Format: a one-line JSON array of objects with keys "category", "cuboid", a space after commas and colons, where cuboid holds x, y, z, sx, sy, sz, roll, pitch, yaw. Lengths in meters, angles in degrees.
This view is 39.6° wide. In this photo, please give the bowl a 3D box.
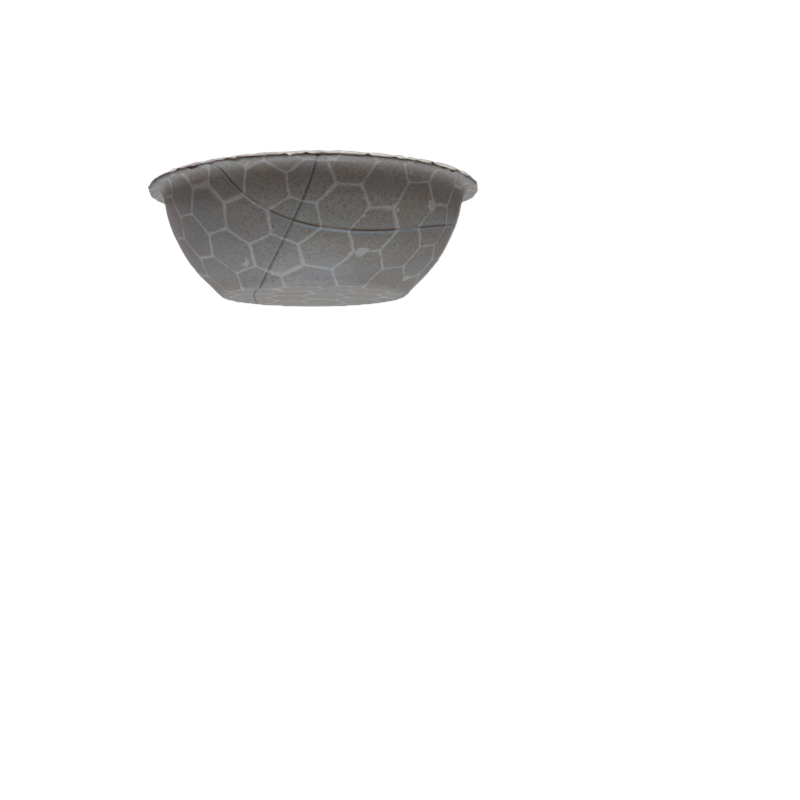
[{"category": "bowl", "cuboid": [-0.043, -0.078, 0.545, 0.162, 0.056, 0.160, 0, -2, -2]}]
